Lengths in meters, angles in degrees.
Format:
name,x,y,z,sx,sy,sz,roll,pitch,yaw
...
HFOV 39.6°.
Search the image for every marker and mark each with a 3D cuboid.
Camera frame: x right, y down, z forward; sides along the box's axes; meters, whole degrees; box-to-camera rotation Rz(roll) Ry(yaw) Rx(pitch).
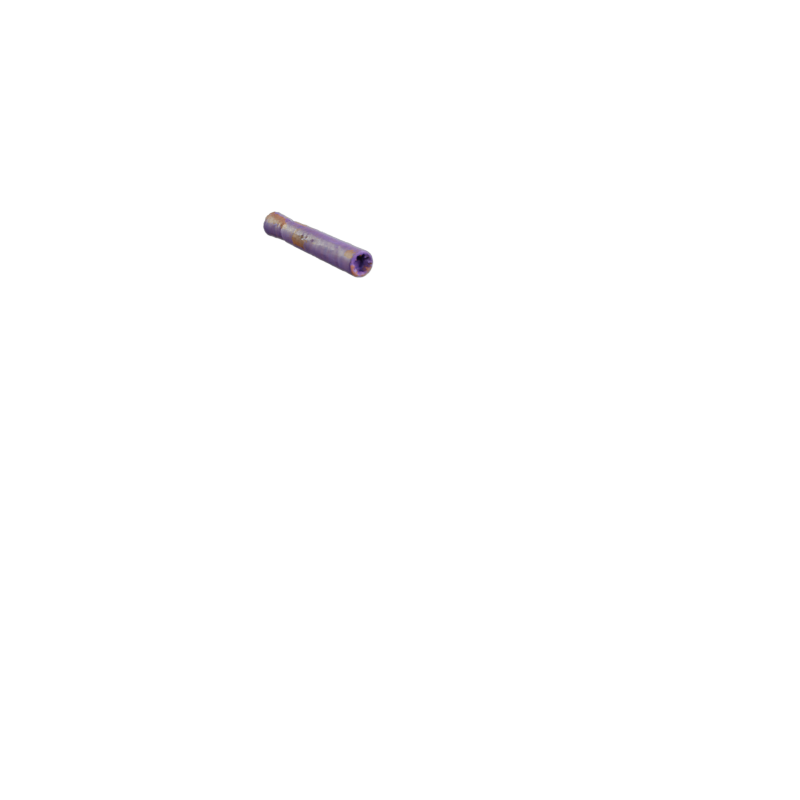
name,x,y,z,sx,sy,sz,roll,pitch,yaw
marker,-0.060,-0.110,0.771,0.019,0.019,0.129,-3,21,-35
